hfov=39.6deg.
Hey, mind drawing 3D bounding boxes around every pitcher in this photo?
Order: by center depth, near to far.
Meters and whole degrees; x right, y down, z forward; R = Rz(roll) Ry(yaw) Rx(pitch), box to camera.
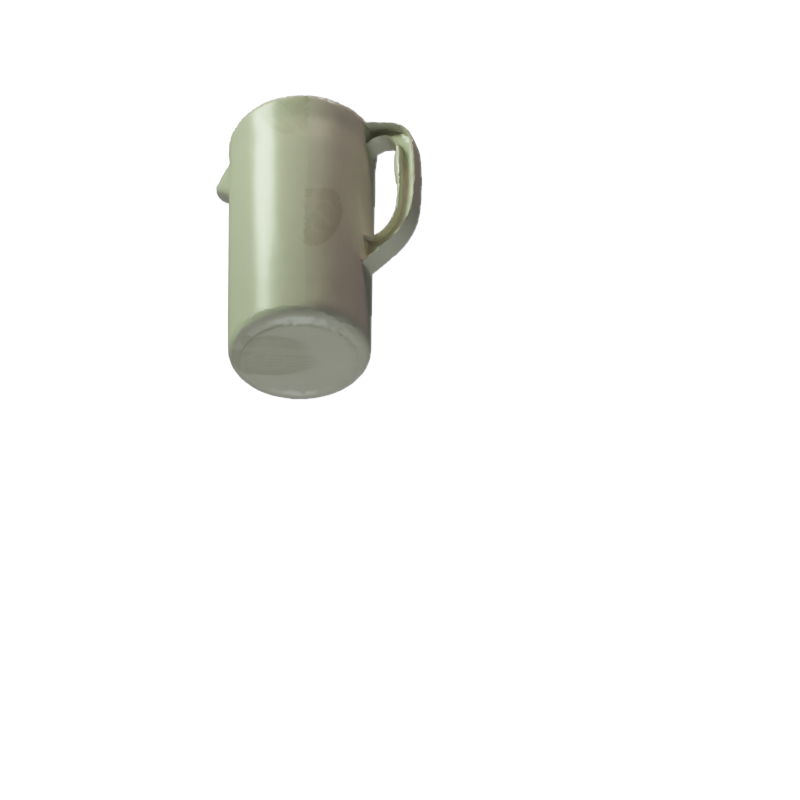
[{"bbox_3d":[-0.071,-0.129,0.904,0.140,0.261,0.143,14,-43,-19],"label":"pitcher"}]
